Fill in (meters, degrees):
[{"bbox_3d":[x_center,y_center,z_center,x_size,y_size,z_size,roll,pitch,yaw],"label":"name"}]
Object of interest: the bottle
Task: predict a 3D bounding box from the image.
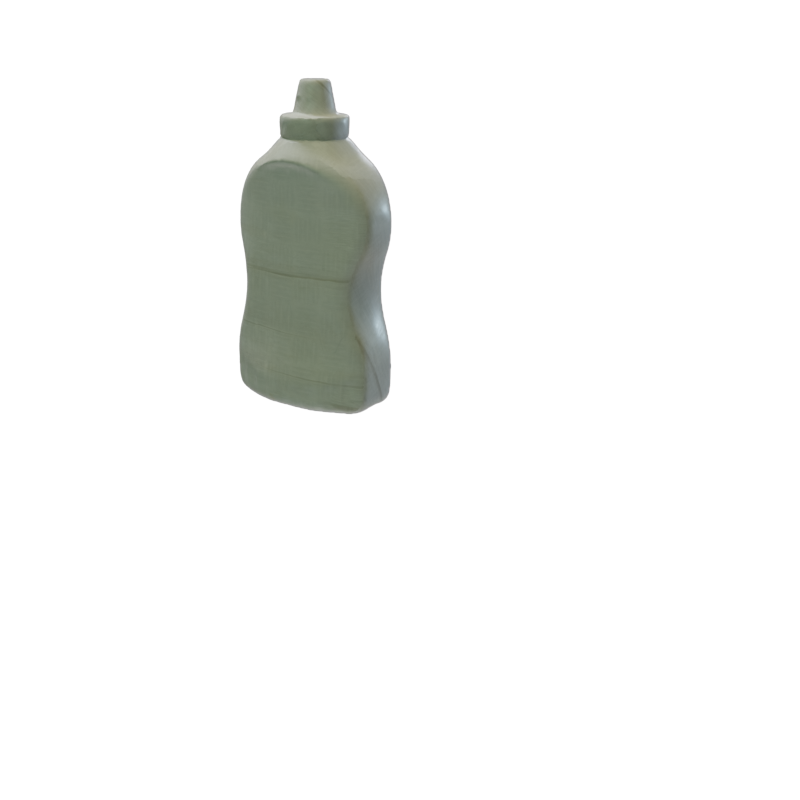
[{"bbox_3d":[-0.051,-0.094,0.659,0.101,0.186,0.057,11,16,36],"label":"bottle"}]
